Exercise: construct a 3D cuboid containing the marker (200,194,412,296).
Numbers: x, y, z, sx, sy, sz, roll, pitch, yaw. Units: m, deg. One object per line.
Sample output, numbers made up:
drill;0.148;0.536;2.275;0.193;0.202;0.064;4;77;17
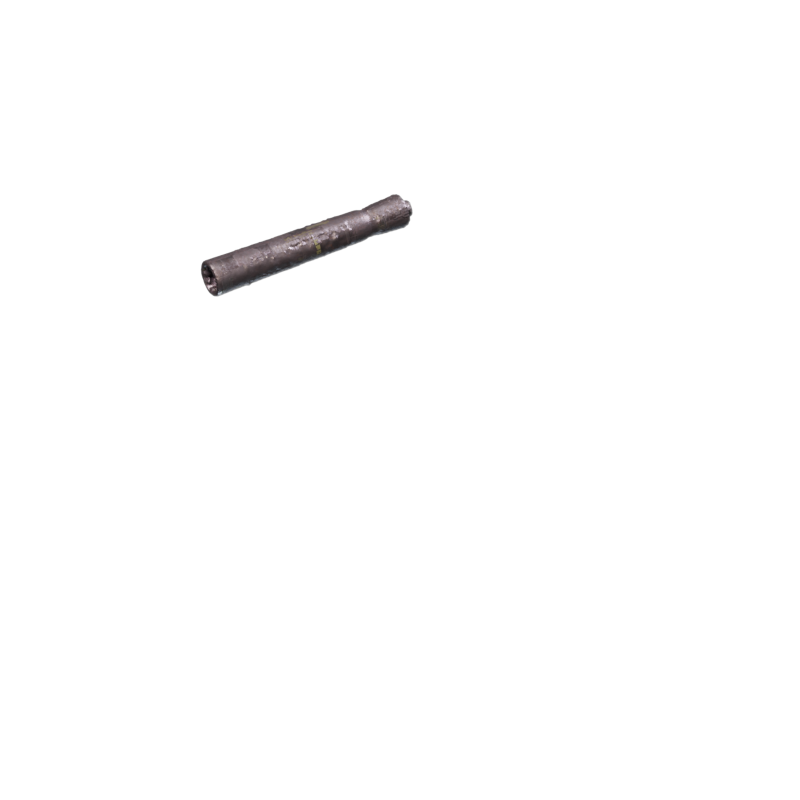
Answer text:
marker;-0.044;-0.081;0.568;0.120;0.019;0.020;-24;15;-26
